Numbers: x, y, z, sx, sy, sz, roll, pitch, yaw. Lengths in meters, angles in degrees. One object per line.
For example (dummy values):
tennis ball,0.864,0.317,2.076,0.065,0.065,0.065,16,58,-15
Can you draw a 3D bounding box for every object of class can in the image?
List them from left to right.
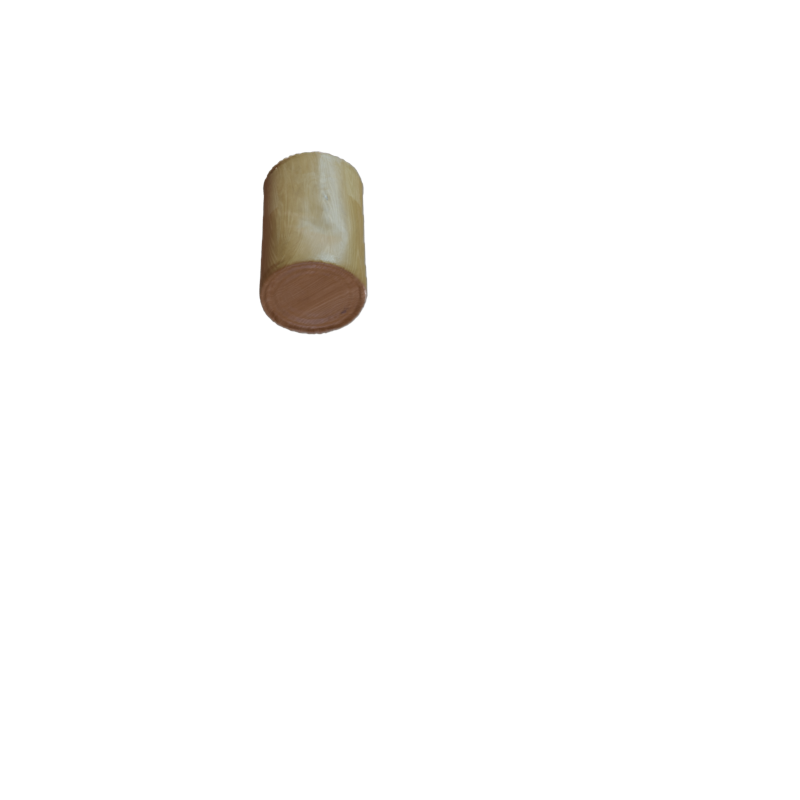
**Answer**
can,-0.056,-0.102,0.712,0.068,0.110,0.064,-1,-42,-3
